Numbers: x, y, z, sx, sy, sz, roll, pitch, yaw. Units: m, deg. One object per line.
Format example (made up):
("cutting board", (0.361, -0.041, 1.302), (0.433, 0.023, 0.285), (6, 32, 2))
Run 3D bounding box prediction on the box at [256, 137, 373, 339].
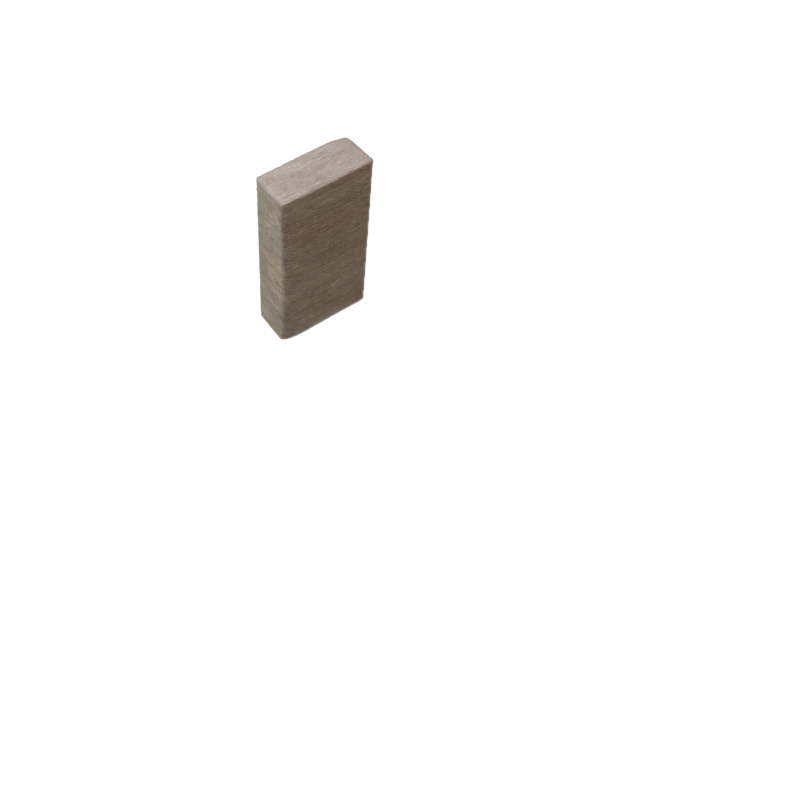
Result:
("box", (-0.074, -0.136, 0.951), (0.093, 0.164, 0.051), (-30, 57, -26))
